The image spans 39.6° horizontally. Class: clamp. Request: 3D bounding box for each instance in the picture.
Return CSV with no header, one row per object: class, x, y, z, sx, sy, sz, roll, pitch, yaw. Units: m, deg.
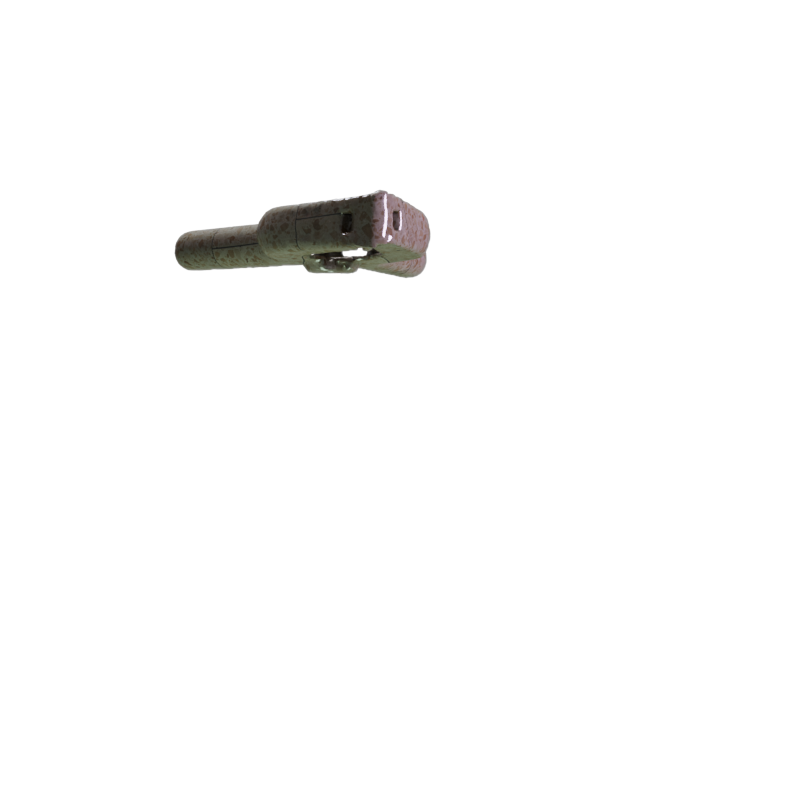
clamp,-0.050,-0.091,0.637,0.163,0.037,0.211,0,2,-7
